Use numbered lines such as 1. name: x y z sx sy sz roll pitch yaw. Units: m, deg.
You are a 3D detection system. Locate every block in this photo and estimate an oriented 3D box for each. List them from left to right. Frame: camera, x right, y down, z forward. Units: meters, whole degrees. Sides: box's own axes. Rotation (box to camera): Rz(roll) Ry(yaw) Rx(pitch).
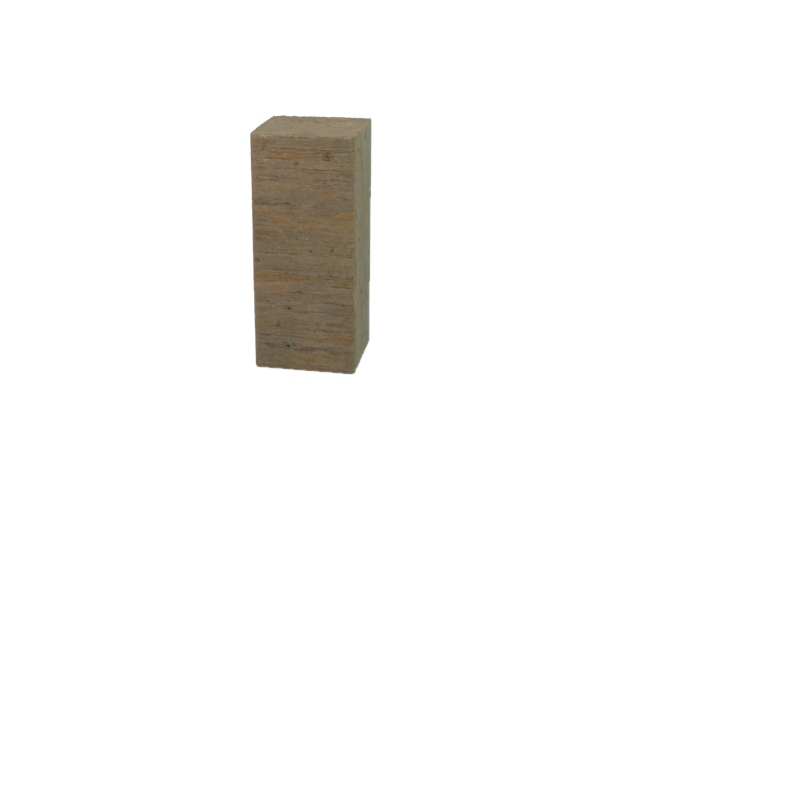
1. block: -0.076 -0.137 0.964 0.092 0.198 0.093 4 19 8
